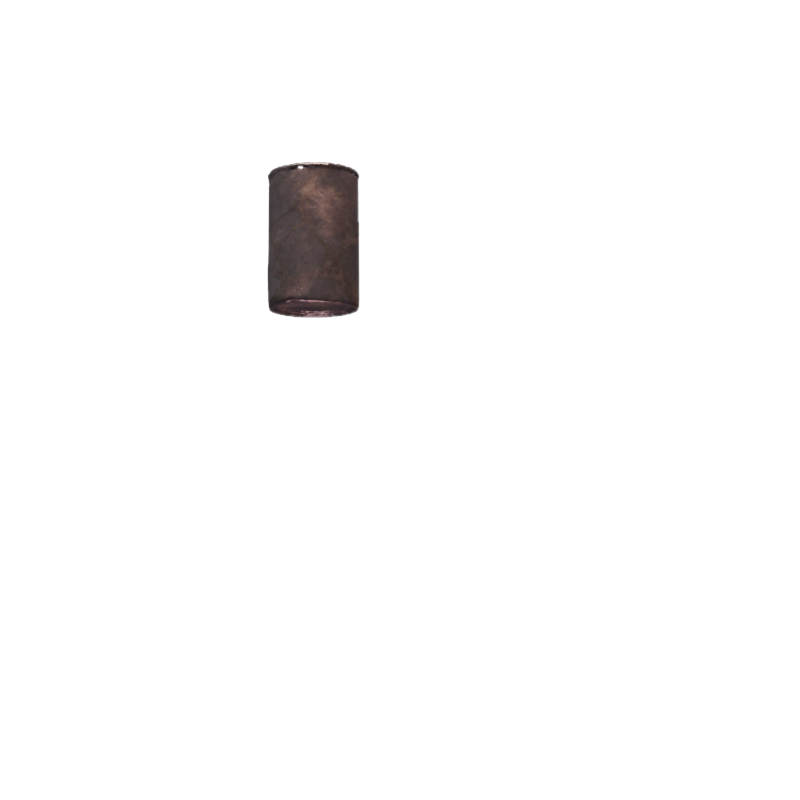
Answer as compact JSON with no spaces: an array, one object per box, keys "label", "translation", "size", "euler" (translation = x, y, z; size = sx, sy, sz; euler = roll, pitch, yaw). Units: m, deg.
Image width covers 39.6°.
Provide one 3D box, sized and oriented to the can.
[{"label":"can","translation":[-0.064,-0.116,0.813],"size":[0.068,0.105,0.067],"euler":[0,-11,-2]}]
